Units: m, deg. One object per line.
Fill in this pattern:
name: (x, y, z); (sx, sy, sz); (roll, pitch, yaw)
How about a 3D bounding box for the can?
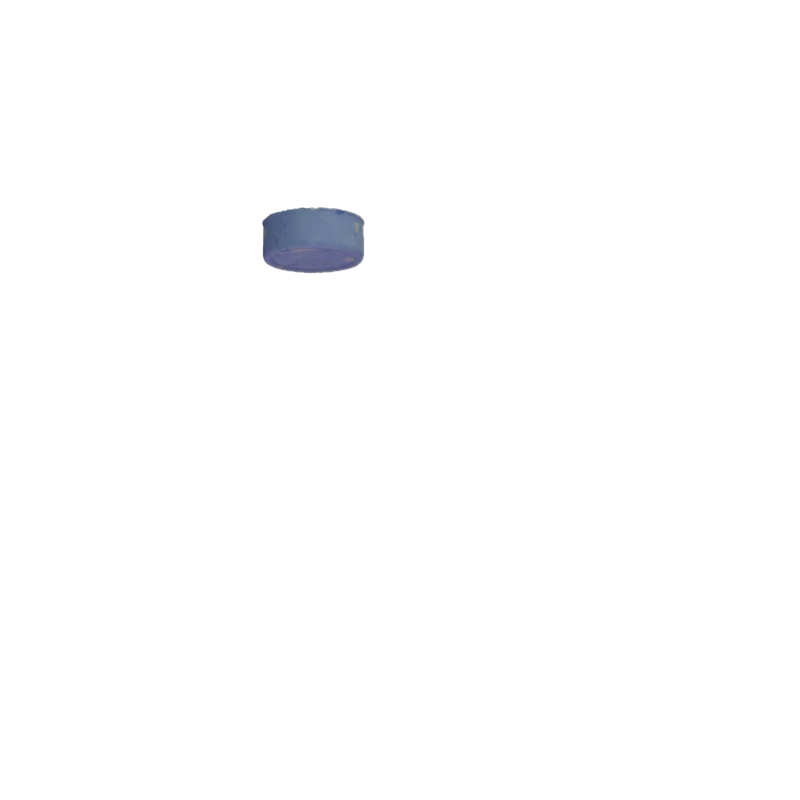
can: (-0.072, -0.132, 0.925); (0.086, 0.035, 0.083); (0, -10, -2)
